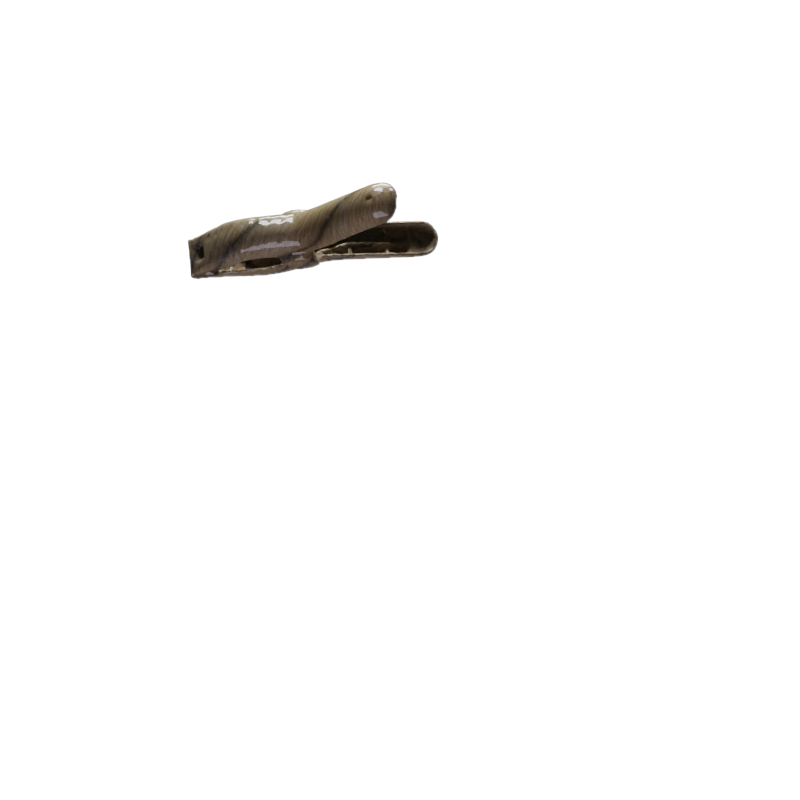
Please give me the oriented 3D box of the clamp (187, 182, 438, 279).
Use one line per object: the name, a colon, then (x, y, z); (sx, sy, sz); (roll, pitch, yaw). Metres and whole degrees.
clamp: (-0.059, -0.108, 0.759); (0.175, 0.041, 0.113); (-6, -14, 26)
